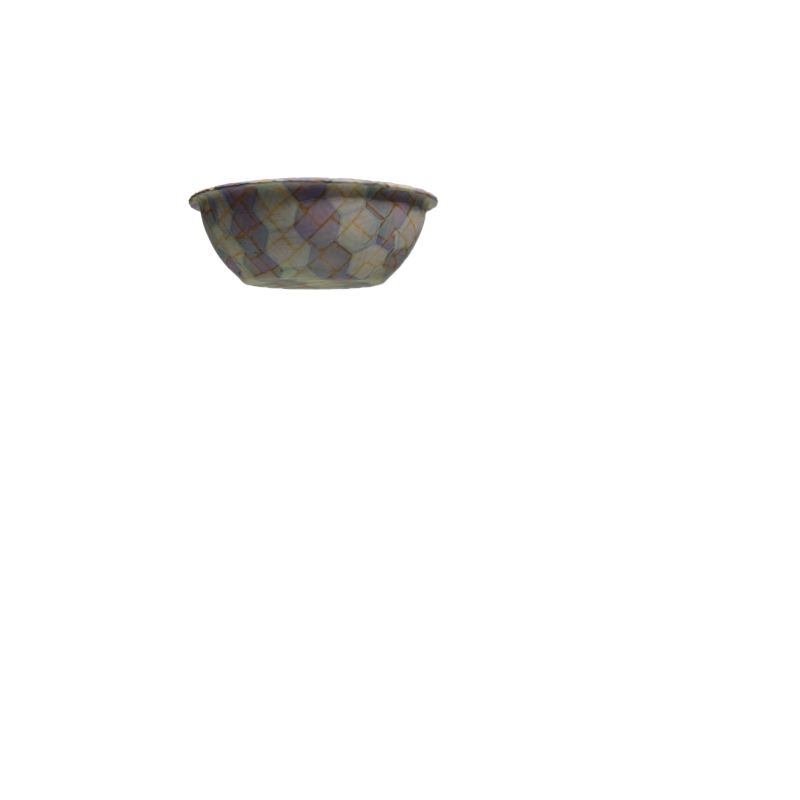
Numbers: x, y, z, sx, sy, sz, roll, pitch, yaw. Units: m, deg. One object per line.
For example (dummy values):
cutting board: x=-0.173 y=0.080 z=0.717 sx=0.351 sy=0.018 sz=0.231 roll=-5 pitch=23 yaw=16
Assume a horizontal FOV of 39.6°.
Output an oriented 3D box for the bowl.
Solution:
bowl: x=-0.056 y=-0.102 z=0.717 sx=0.162 sy=0.056 sz=0.161 roll=0 pitch=0 yaw=-2
